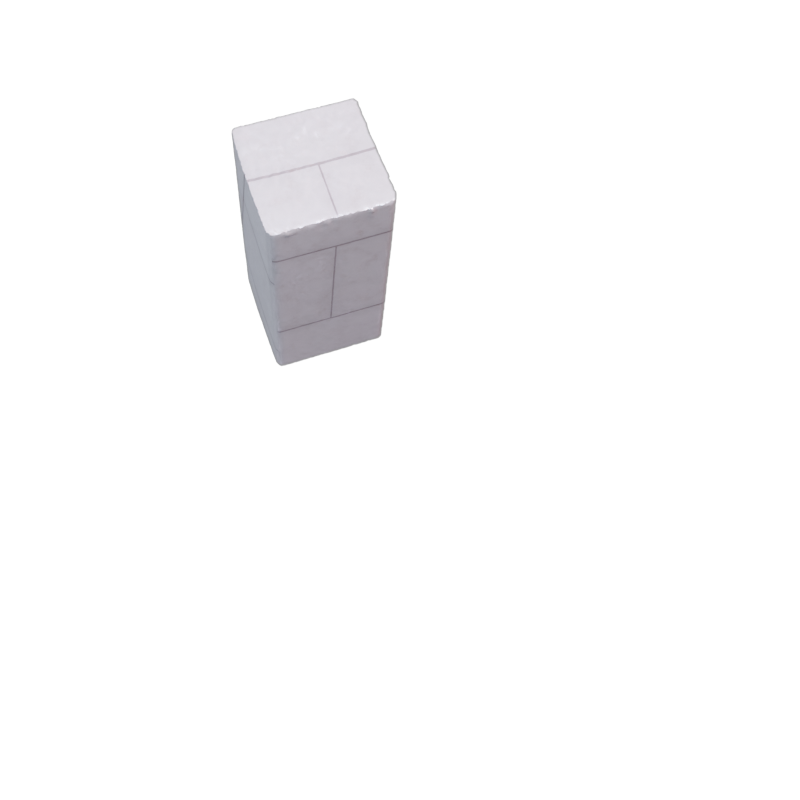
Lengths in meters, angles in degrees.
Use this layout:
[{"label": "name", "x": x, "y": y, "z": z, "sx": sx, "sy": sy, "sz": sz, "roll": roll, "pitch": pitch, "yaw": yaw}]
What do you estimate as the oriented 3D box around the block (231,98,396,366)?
[{"label": "block", "x": -0.064, "y": -0.115, "z": 0.812, "sx": 0.090, "sy": 0.096, "sz": 0.195, "roll": -16, "pitch": -23, "yaw": -11}]
